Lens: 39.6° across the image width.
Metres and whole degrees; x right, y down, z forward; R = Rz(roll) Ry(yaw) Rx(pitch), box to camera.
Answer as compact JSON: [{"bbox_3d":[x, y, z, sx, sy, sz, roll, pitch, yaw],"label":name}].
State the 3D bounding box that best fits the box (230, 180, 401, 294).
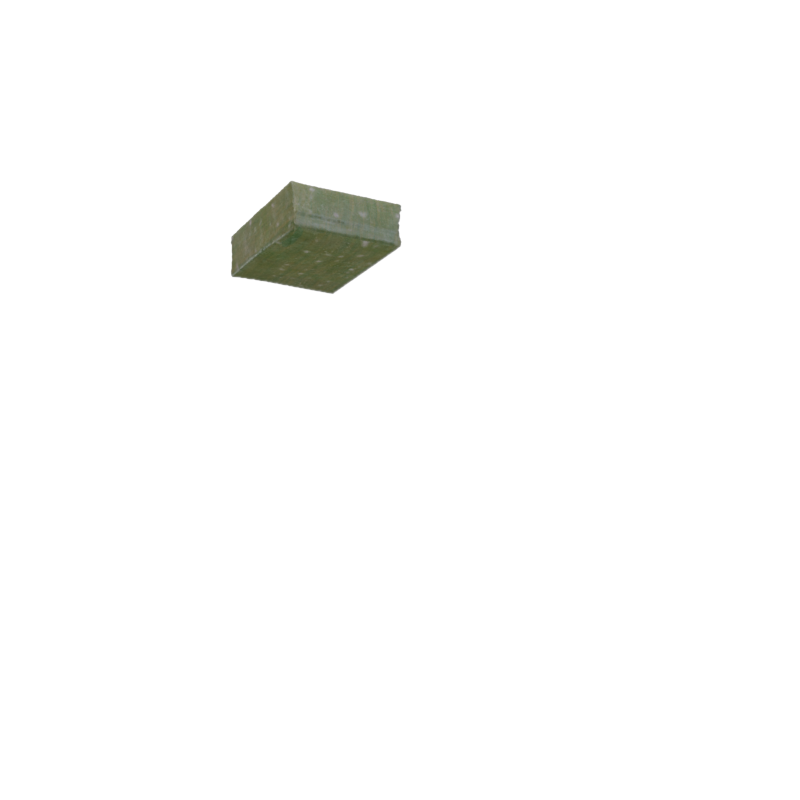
[{"bbox_3d":[-0.065,-0.118,0.824,0.086,0.041,0.113,8,-16,-28],"label":"box"}]
